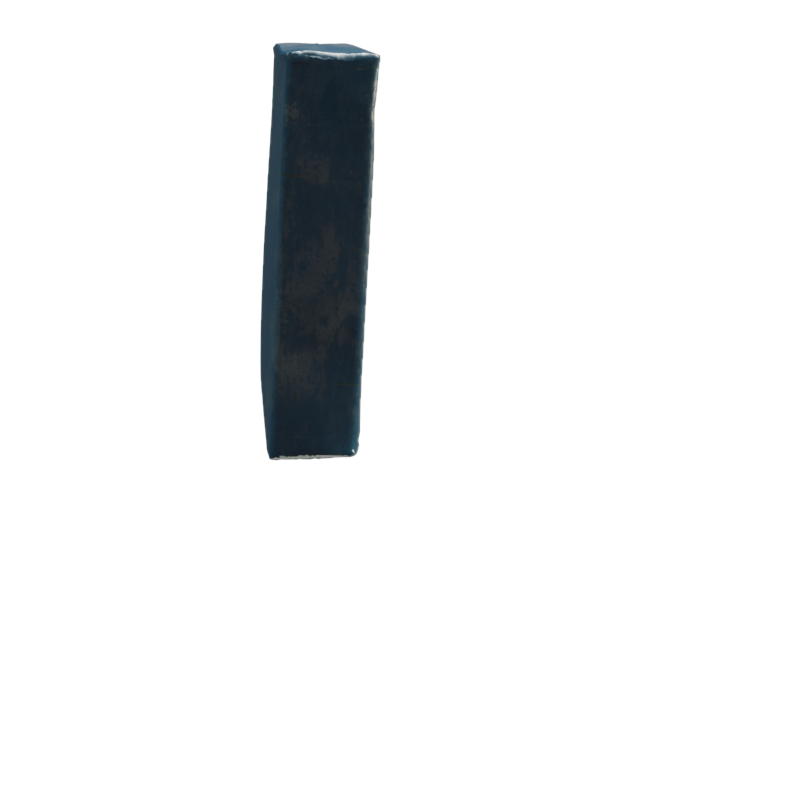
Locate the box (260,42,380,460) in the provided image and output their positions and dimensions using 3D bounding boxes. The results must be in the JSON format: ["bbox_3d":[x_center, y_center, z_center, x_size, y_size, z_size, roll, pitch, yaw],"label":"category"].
[{"bbox_3d":[-0.040,-0.072,0.504,0.048,0.171,0.097,-1,14,-8],"label":"box"}]
